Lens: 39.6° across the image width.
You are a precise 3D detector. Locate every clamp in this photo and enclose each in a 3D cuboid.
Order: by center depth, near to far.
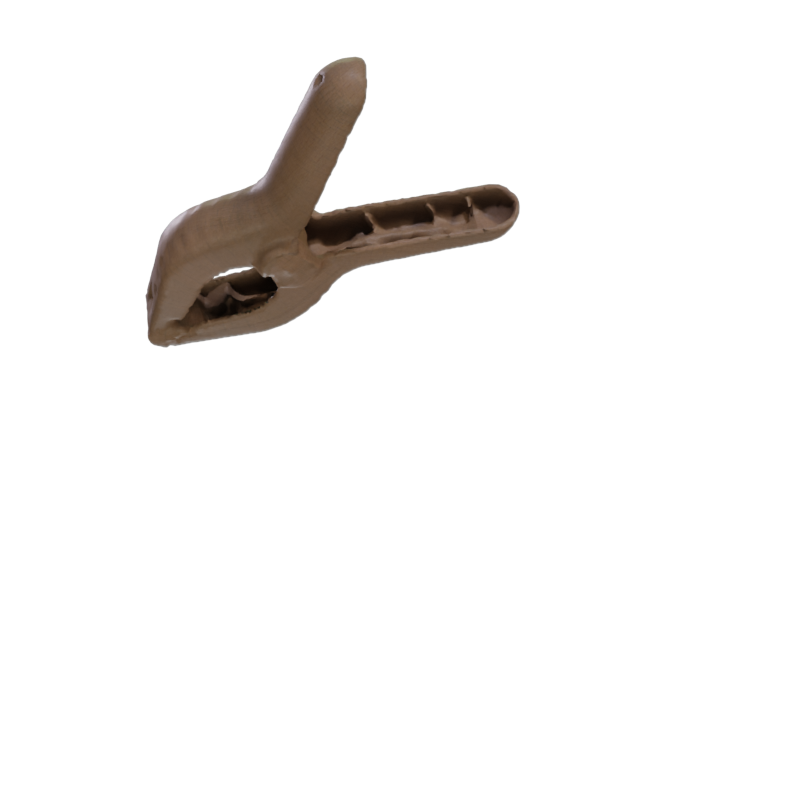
[{"bbox_3d":[-0.037,-0.068,0.476,0.113,0.042,0.170,30,-46,-34],"label":"clamp"}]
